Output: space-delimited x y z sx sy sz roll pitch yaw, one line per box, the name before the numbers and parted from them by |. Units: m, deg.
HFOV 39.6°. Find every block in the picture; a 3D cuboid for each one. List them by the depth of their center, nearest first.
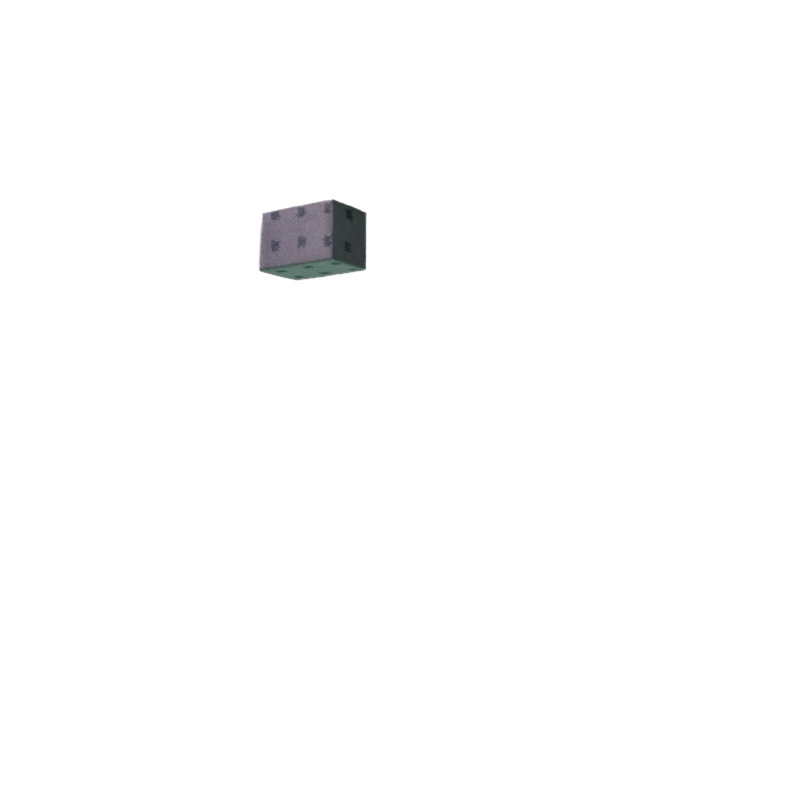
block | -0.073 -0.134 0.939 0.080 0.053 0.050 -6 -11 33
